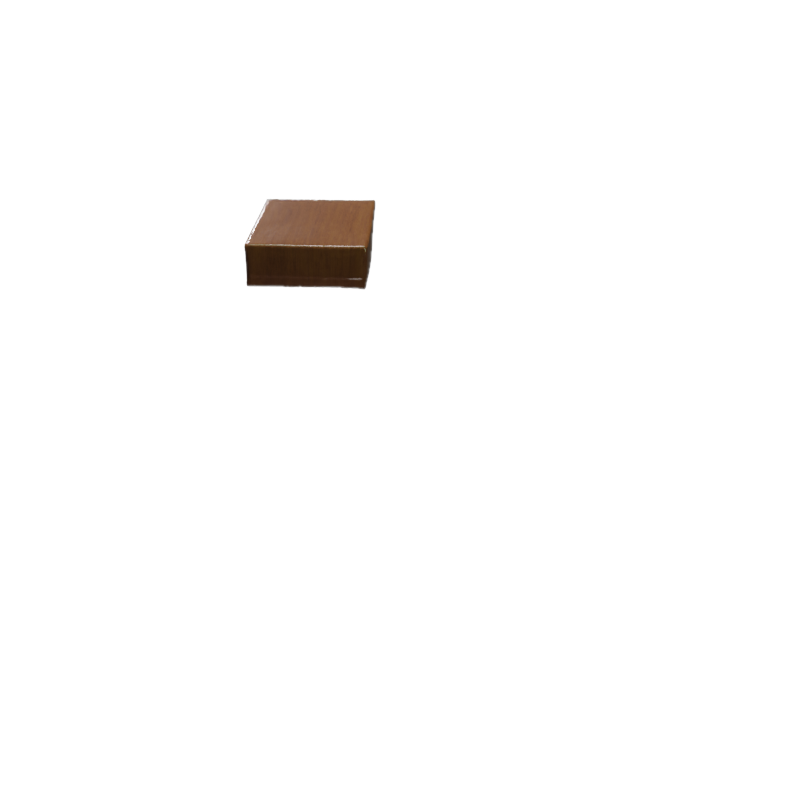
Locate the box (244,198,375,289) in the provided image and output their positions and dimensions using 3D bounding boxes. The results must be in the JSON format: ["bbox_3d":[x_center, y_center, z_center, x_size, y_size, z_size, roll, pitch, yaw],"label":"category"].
[{"bbox_3d":[-0.067,-0.122,0.852,0.090,0.037,0.118,2,25,3],"label":"box"}]
